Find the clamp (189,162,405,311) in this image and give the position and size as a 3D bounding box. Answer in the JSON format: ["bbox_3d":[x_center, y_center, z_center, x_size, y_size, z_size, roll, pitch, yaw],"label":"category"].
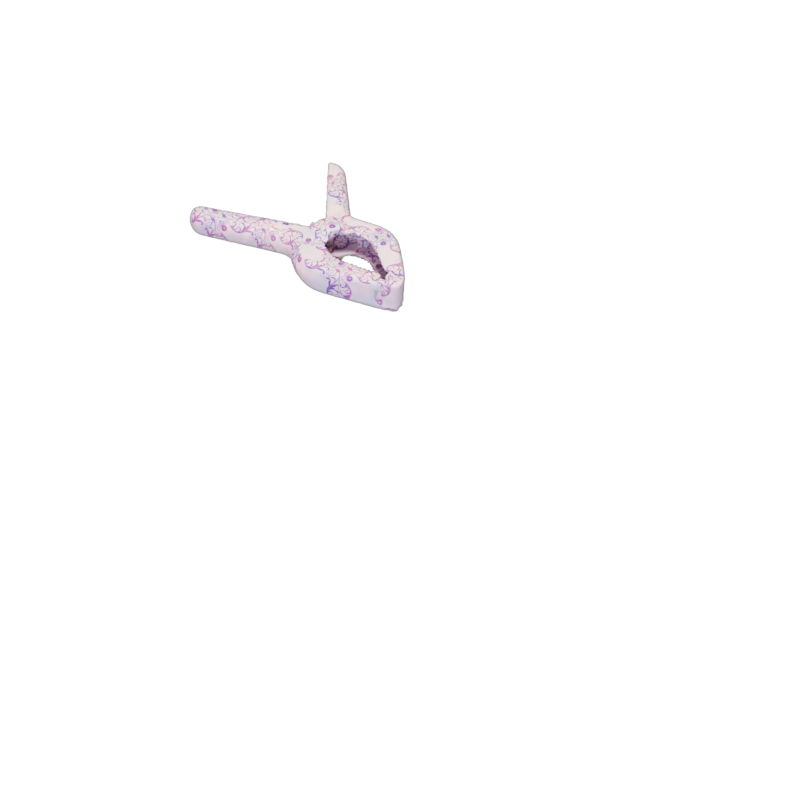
[{"bbox_3d":[-0.075,-0.137,0.962,0.163,0.034,0.227,-20,43,-23],"label":"clamp"}]
